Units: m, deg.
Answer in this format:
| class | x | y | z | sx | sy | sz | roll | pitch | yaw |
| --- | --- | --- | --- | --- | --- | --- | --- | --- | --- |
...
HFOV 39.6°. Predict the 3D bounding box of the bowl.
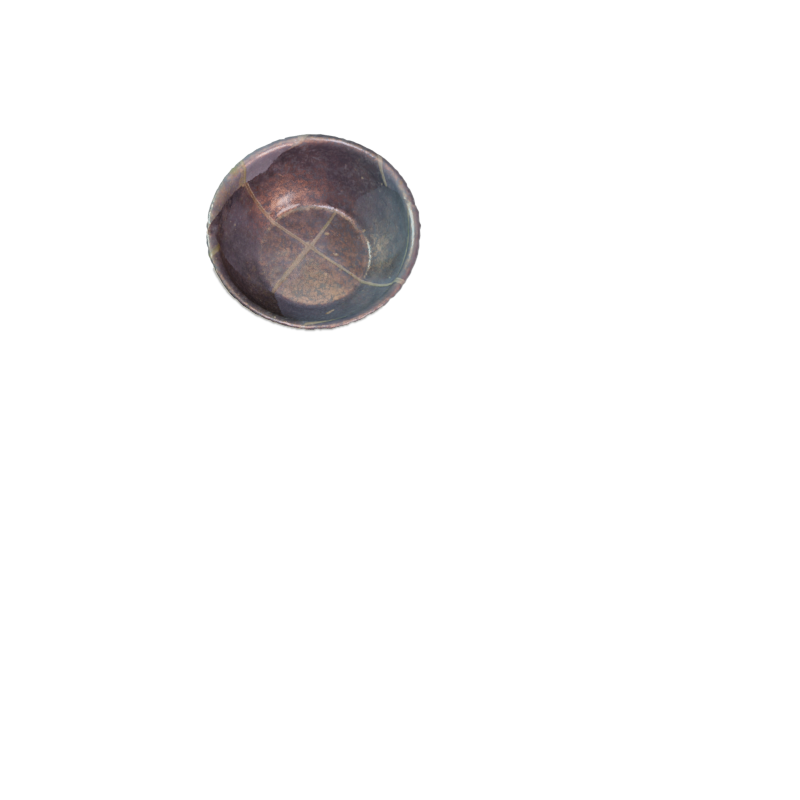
| class | x | y | z | sx | sy | sz | roll | pitch | yaw |
| --- | --- | --- | --- | --- | --- | --- | --- | --- | --- |
| bowl | -0.067 | -0.122 | 0.858 | 0.162 | 0.171 | 0.052 | -1 | -22 | -1 |
